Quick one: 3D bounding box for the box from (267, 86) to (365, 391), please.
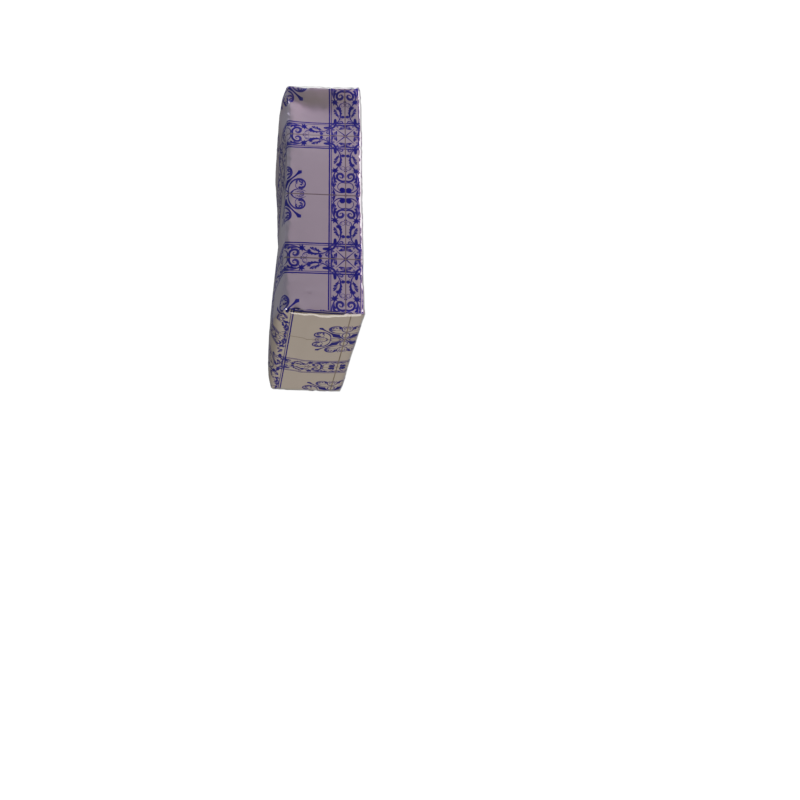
[{"bbox_3d":[-0.074,-0.135,0.948,0.071,0.226,0.156,2,-25,-8],"label":"box"}]
